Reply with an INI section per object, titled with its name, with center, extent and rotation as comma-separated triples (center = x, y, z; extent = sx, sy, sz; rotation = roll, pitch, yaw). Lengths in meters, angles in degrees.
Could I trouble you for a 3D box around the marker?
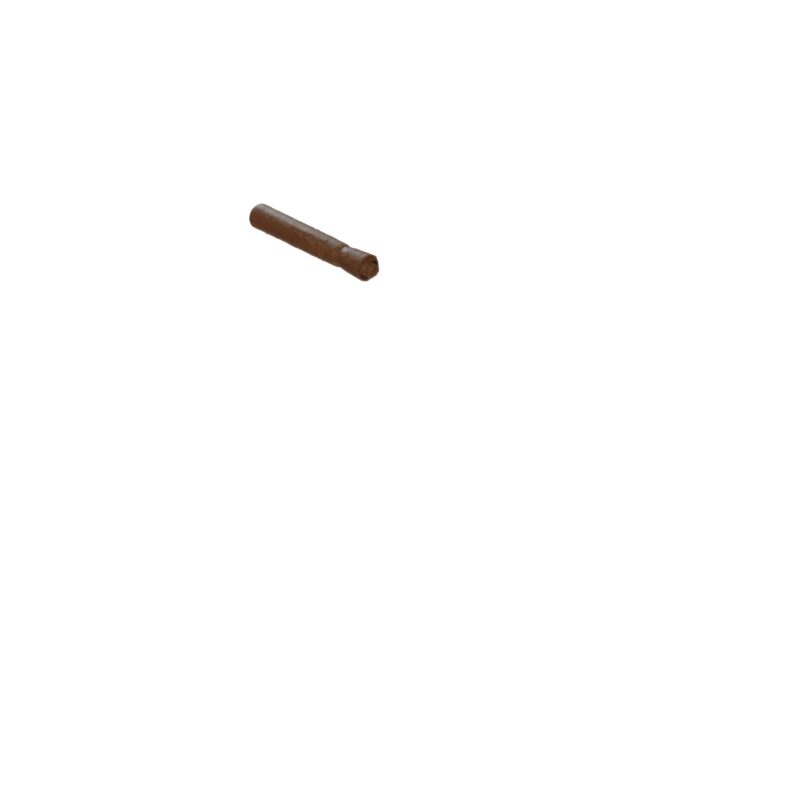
[marker]
center = -0.059, -0.108, 0.755
extent = 0.019, 0.019, 0.129
rotation = -3, 25, -44
